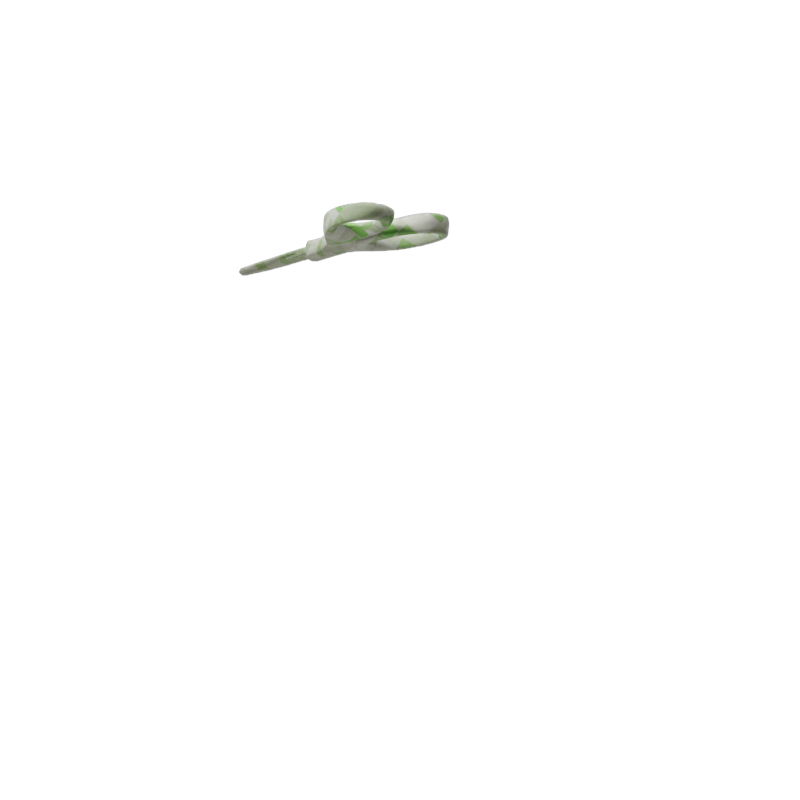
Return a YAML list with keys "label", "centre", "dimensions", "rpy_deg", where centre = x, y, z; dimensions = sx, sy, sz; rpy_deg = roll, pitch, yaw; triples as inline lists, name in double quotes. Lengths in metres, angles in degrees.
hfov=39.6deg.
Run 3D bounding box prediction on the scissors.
- label: "scissors"
  centre: [-0.063, -0.115, 0.807]
  dimensions: [0.207, 0.016, 0.091]
  rpy_deg: [-5, -10, 31]
